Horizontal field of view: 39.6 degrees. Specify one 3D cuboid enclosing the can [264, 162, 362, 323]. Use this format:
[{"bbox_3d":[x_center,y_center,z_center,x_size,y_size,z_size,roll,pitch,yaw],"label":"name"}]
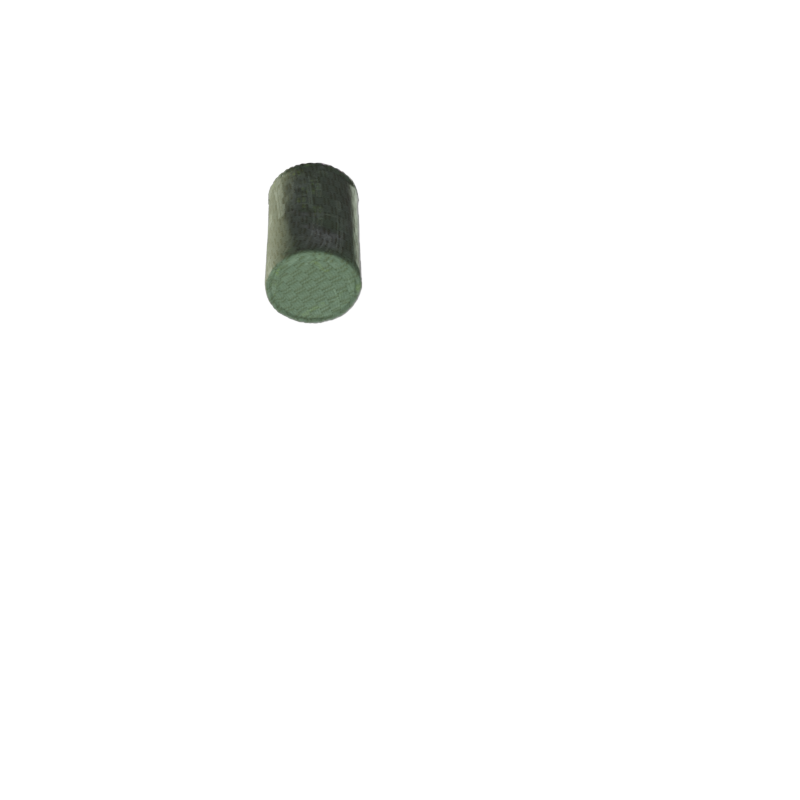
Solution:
[{"bbox_3d":[-0.062,-0.113,0.791,0.068,0.064,0.110,-1,44,-3],"label":"can"}]
